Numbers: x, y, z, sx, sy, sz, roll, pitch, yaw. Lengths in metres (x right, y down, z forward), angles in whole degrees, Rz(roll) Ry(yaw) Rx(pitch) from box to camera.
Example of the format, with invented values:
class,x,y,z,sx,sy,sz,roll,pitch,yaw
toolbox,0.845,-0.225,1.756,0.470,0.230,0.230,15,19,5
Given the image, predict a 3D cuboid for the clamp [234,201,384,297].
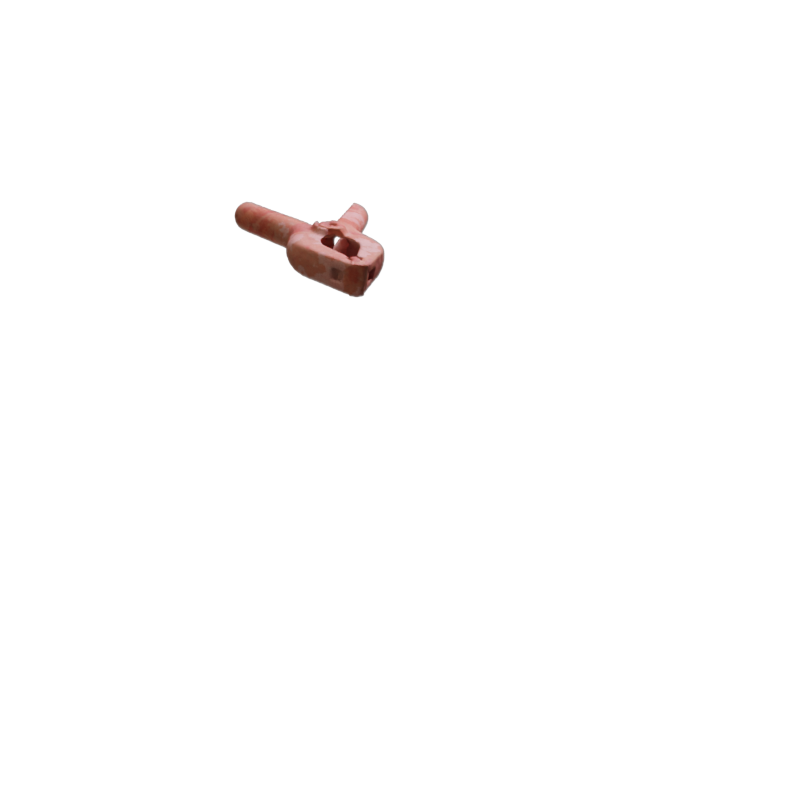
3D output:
class,x,y,z,sx,sy,sz,roll,pitch,yaw
clamp,-0.072,-0.131,0.916,0.119,0.037,0.182,-5,25,-10
